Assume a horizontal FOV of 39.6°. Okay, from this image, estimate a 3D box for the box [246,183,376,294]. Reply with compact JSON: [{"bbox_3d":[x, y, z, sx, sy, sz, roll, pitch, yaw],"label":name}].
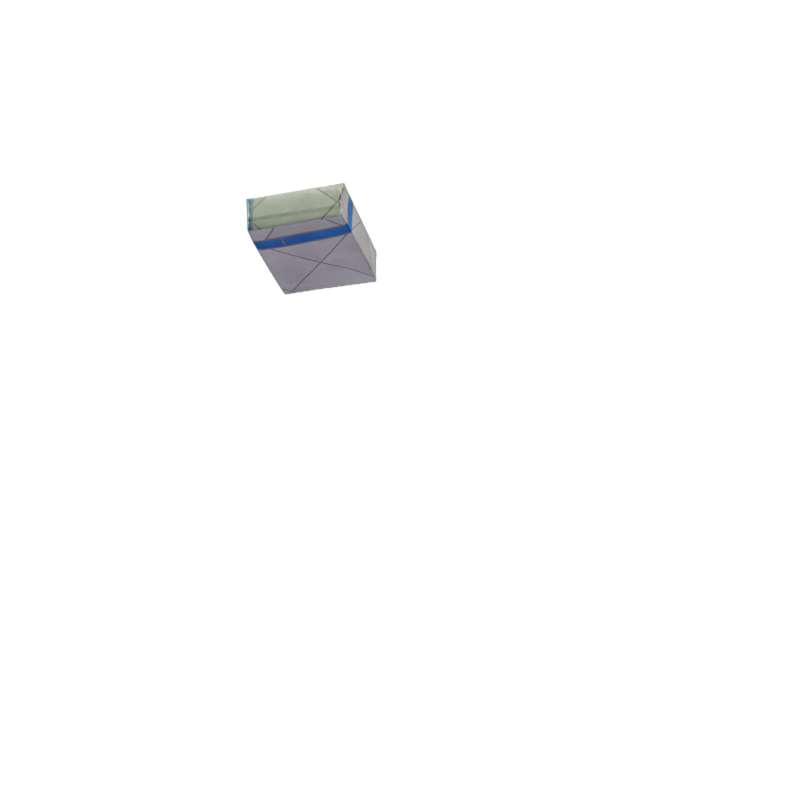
[{"bbox_3d":[-0.077,-0.140,0.980,0.091,0.041,0.105,-7,-28,13],"label":"box"}]
